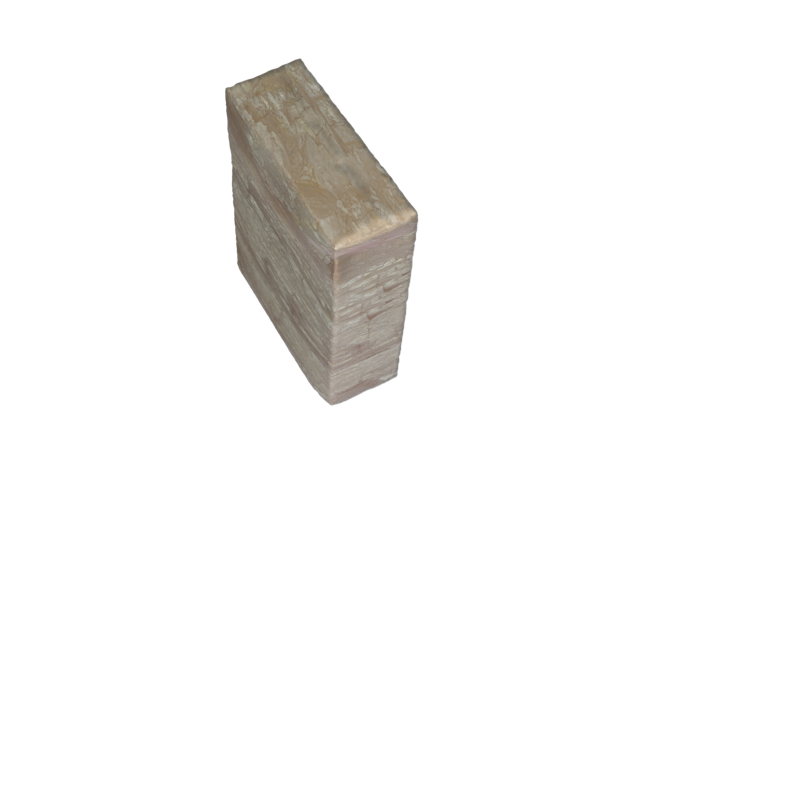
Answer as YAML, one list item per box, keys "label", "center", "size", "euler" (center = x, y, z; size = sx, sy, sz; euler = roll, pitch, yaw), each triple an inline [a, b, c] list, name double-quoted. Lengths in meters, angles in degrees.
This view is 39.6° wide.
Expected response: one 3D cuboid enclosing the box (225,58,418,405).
- label: "box"
  center: [-0.065, -0.118, 0.826]
  size: [0.071, 0.176, 0.200]
  euler: [-25, -28, -17]
